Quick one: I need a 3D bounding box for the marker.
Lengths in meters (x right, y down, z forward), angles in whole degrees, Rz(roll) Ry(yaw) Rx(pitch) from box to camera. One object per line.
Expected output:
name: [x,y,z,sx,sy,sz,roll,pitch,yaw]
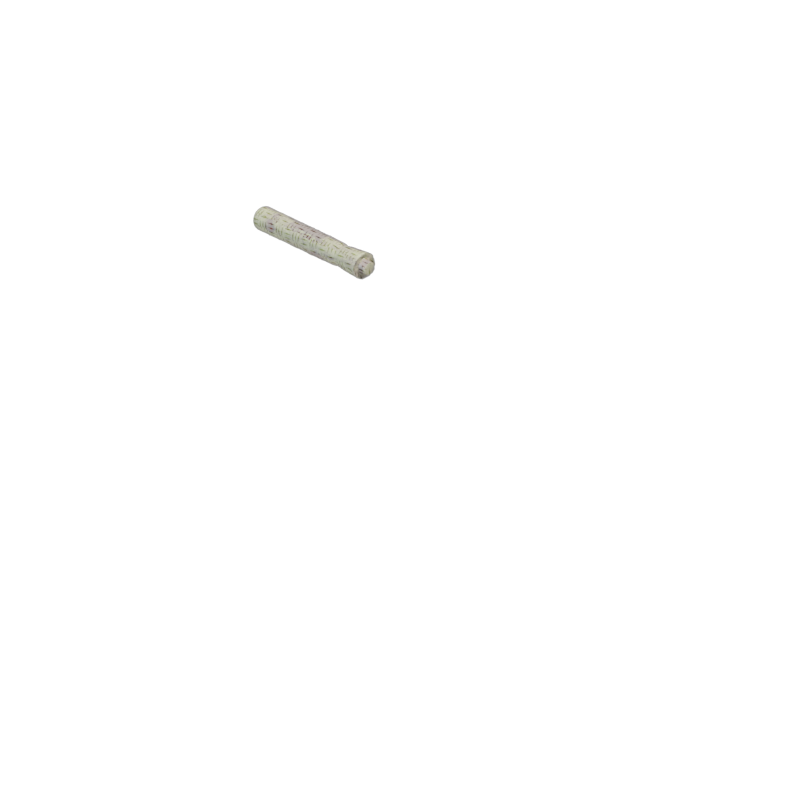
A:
marker: [-0.060,-0.110,0.771,0.019,0.019,0.129,-3,24,-41]
